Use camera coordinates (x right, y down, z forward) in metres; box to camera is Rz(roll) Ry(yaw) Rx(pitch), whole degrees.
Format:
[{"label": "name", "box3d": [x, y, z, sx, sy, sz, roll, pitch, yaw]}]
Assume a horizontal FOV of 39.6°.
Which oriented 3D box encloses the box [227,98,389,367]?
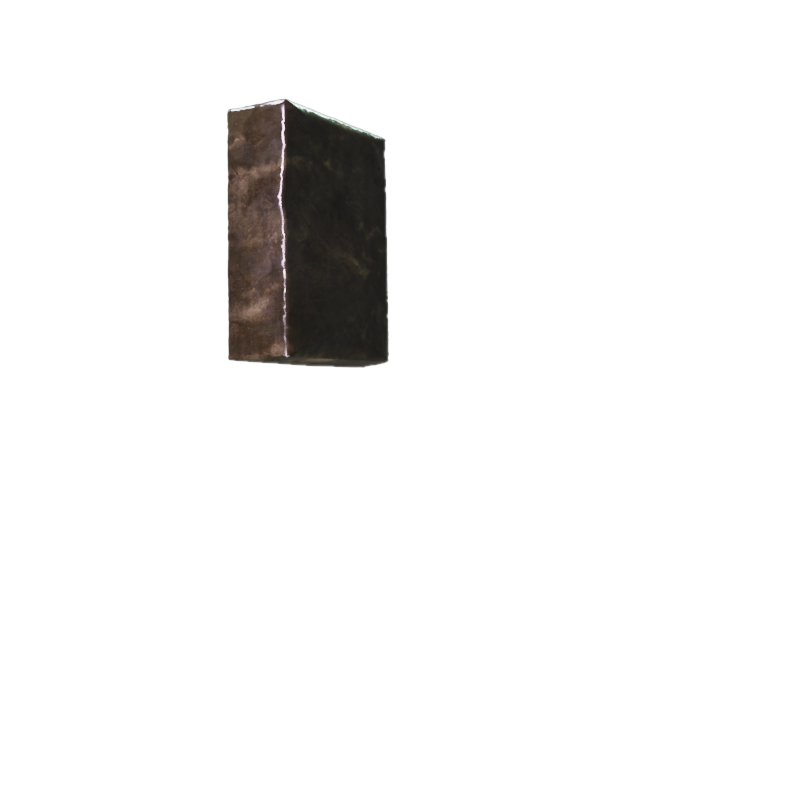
[{"label": "box", "box3d": [-0.076, -0.138, 0.967, 0.074, 0.218, 0.156, -6, -8, 31]}]
